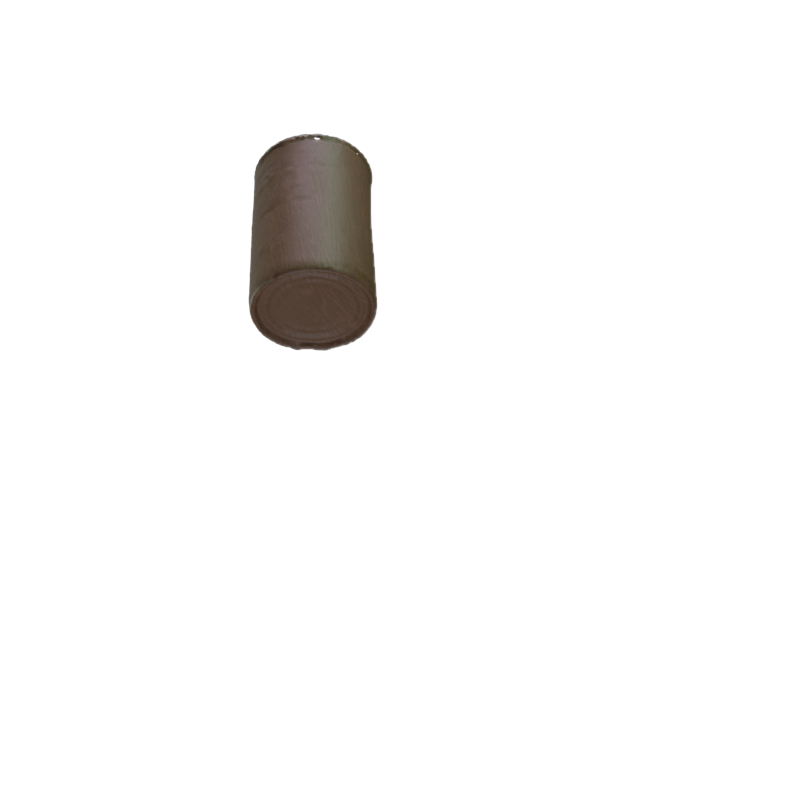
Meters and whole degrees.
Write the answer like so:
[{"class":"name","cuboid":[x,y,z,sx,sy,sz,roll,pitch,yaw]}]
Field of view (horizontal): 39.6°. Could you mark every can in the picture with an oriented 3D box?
[{"class":"can","cuboid":[-0.047,-0.086,0.601,0.068,0.110,0.064,-1,-40,-3]}]
